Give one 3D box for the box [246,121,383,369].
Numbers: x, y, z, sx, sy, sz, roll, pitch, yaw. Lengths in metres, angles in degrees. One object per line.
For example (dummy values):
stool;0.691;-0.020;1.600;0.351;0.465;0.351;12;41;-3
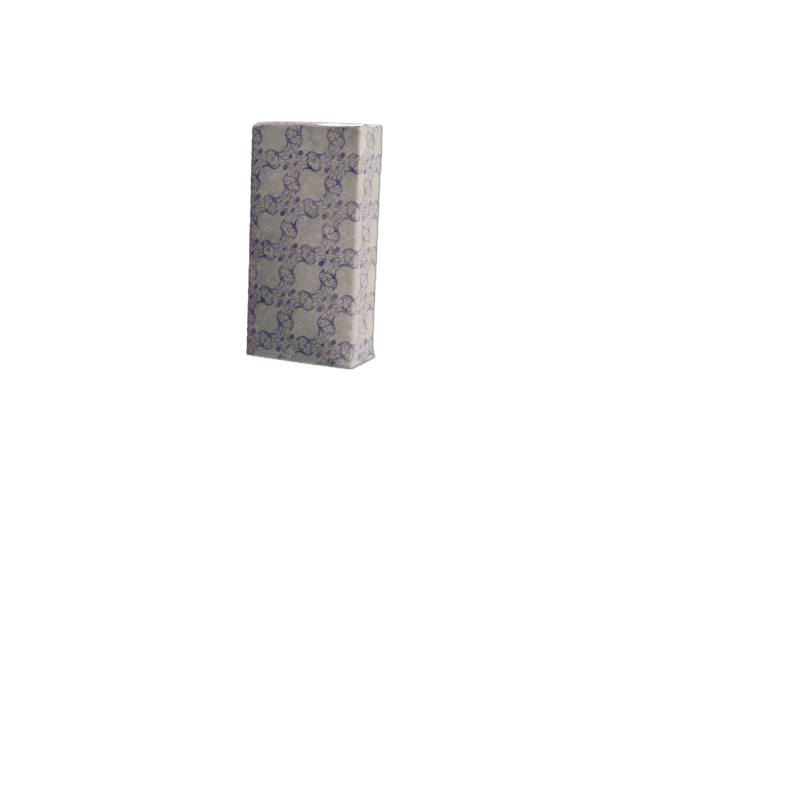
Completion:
box;-0.064;-0.117;0.819;0.097;0.173;0.047;5;10;26
